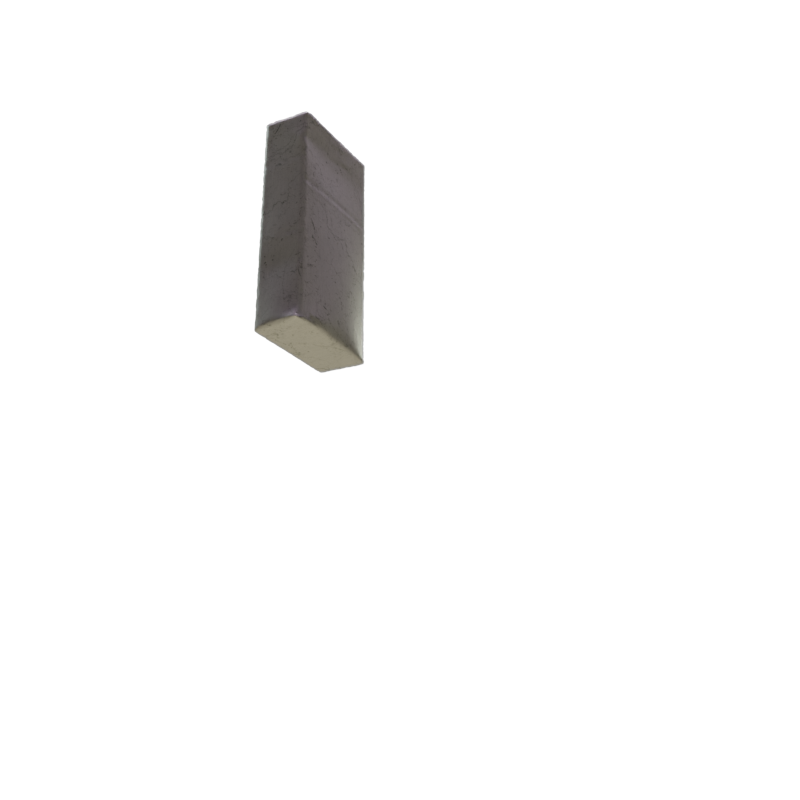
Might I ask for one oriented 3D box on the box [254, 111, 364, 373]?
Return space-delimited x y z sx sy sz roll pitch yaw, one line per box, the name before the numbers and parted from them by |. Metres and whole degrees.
box | -0.066 -0.120 0.843 0.049 0.187 0.087 -17 -31 25
